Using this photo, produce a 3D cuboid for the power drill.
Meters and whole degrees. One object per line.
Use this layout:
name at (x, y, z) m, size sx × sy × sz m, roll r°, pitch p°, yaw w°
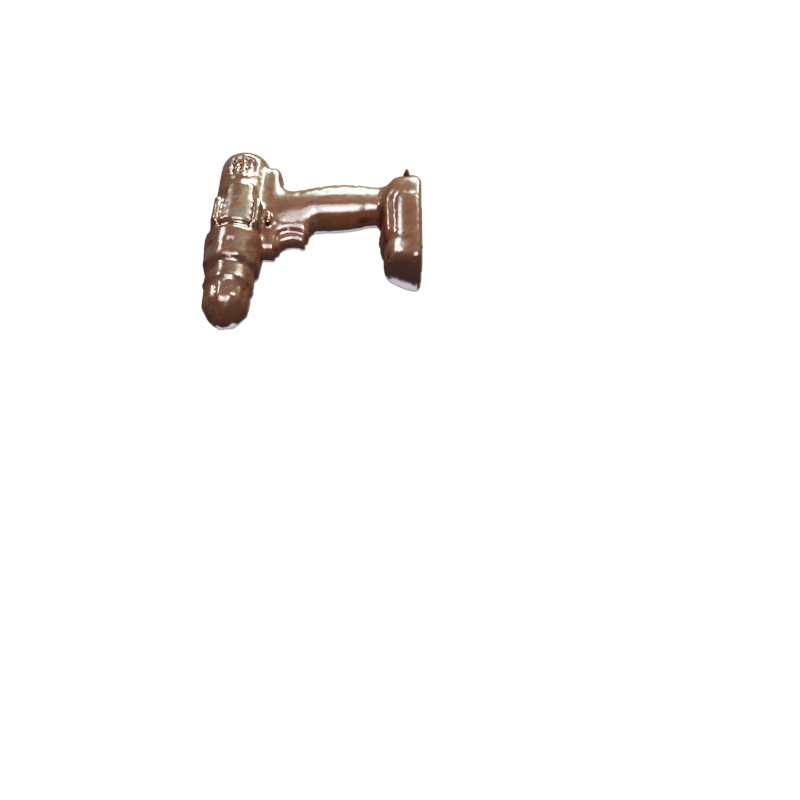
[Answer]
power drill at (-0.075, -0.137, 0.956) m, size 0.188 × 0.197 × 0.054 m, roll 2°, pitch -35°, yaw 1°
